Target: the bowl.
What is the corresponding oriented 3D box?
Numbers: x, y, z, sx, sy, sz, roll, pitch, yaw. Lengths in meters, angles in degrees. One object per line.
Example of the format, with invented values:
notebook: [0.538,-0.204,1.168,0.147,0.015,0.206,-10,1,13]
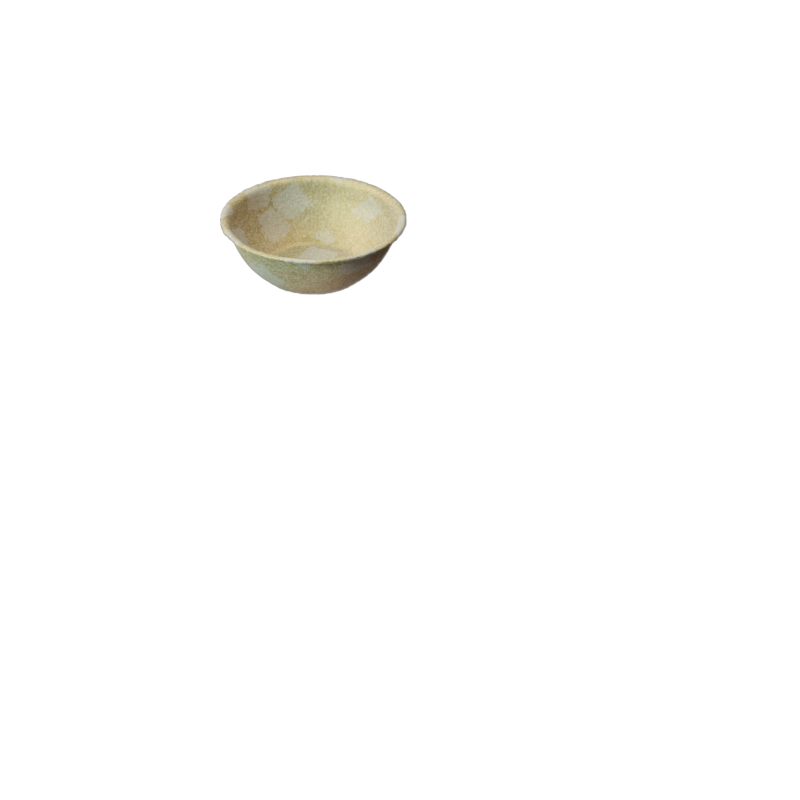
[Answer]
bowl: [-0.076,-0.139,0.971,0.162,0.052,0.173,-1,34,-2]
